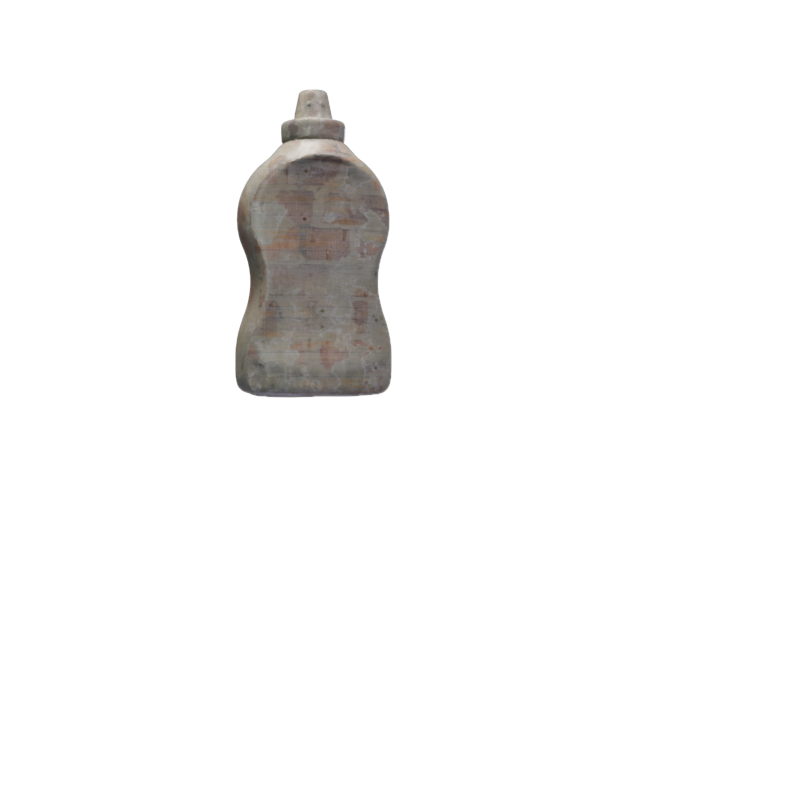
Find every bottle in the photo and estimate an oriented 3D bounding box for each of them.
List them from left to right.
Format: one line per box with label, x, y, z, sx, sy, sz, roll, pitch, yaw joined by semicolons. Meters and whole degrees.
bottle;-0.055;-0.100;0.699;0.094;0.193;0.059;0;-3;-14
